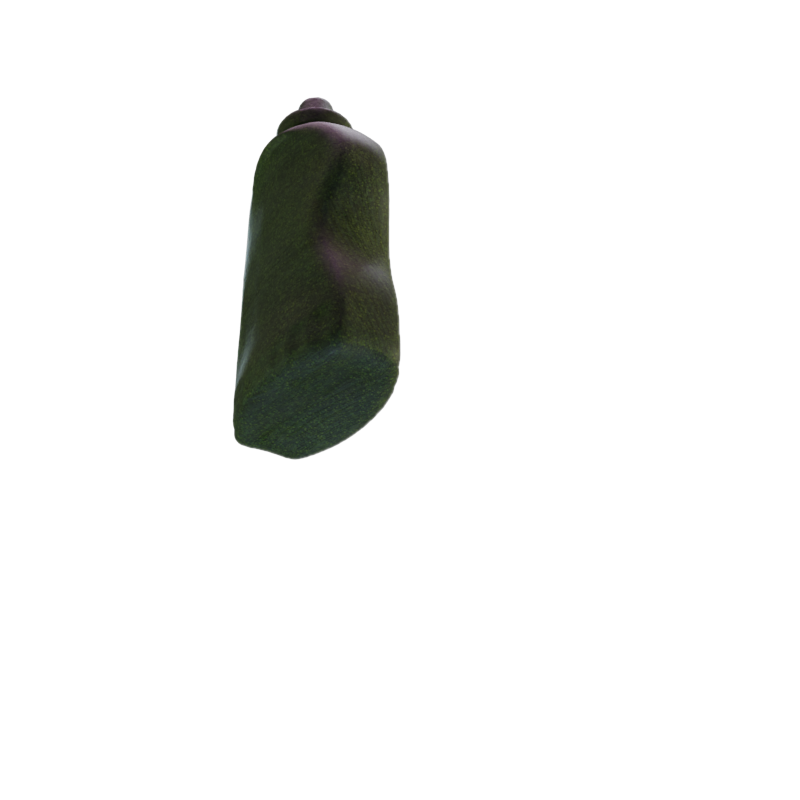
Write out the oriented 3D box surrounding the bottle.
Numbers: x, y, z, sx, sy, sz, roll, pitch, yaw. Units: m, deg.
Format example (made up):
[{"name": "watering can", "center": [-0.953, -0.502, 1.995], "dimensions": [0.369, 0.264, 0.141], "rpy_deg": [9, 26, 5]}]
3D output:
[{"name": "bottle", "center": [-0.041, -0.076, 0.533], "dimensions": [0.056, 0.206, 0.093], "rpy_deg": [18, -42, -25]}]
